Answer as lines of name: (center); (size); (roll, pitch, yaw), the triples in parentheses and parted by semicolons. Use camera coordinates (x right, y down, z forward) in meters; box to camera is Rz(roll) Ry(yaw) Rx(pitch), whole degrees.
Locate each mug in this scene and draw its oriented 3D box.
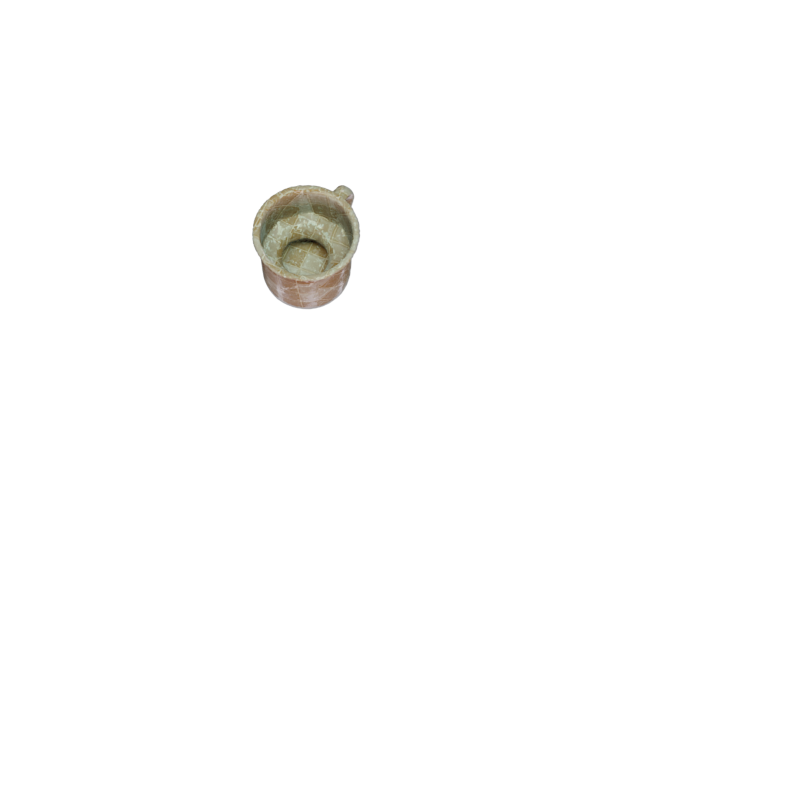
mug: (-0.078, -0.142, 0.994); (0.096, 0.120, 0.077); (28, -21, 10)
